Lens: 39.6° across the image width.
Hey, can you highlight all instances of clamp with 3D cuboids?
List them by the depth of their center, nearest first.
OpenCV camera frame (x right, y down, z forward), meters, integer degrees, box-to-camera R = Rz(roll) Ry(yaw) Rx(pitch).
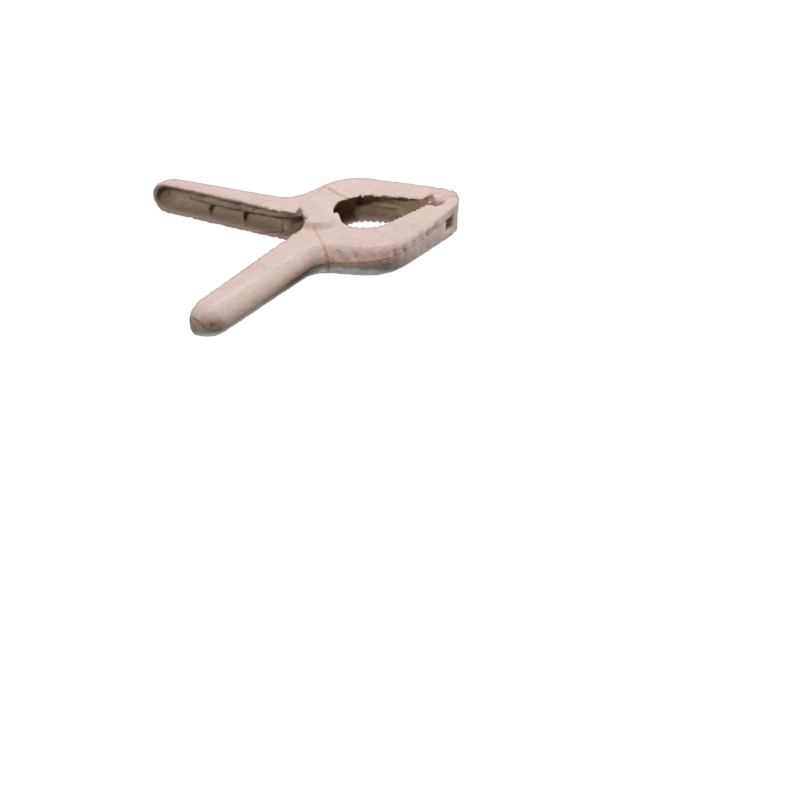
[{"bbox_3d":[-0.058,-0.106,0.746,0.208,0.034,0.178,-6,41,-7],"label":"clamp"}]
